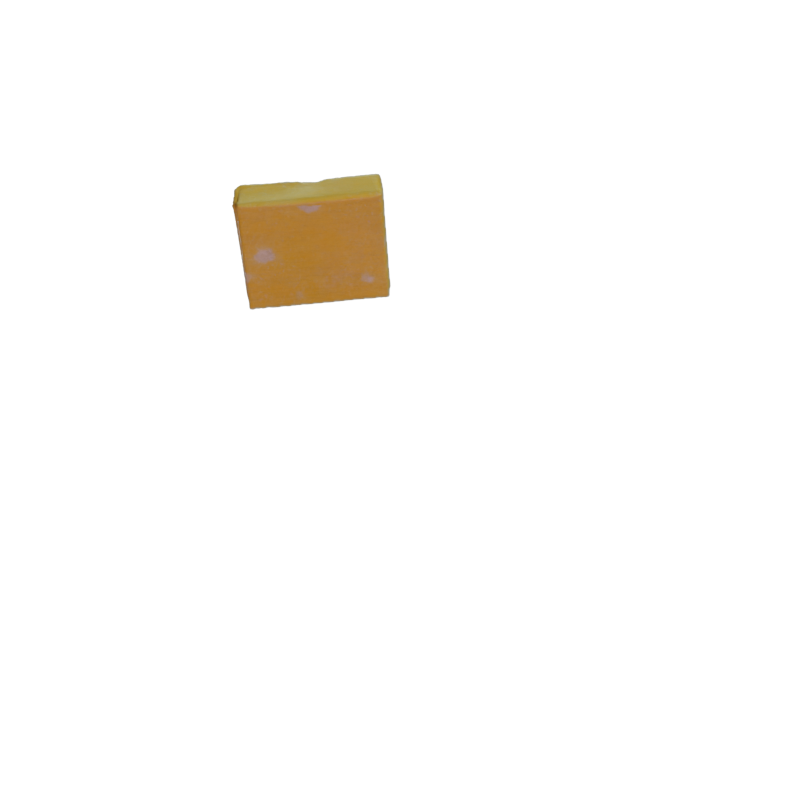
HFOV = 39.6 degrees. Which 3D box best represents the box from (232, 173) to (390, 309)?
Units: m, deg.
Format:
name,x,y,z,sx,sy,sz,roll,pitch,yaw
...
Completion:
name,x,y,z,sx,sy,sz,roll,pitch,yaw
box,-0.053,-0.096,0.672,0.089,0.068,0.032,-4,33,2
